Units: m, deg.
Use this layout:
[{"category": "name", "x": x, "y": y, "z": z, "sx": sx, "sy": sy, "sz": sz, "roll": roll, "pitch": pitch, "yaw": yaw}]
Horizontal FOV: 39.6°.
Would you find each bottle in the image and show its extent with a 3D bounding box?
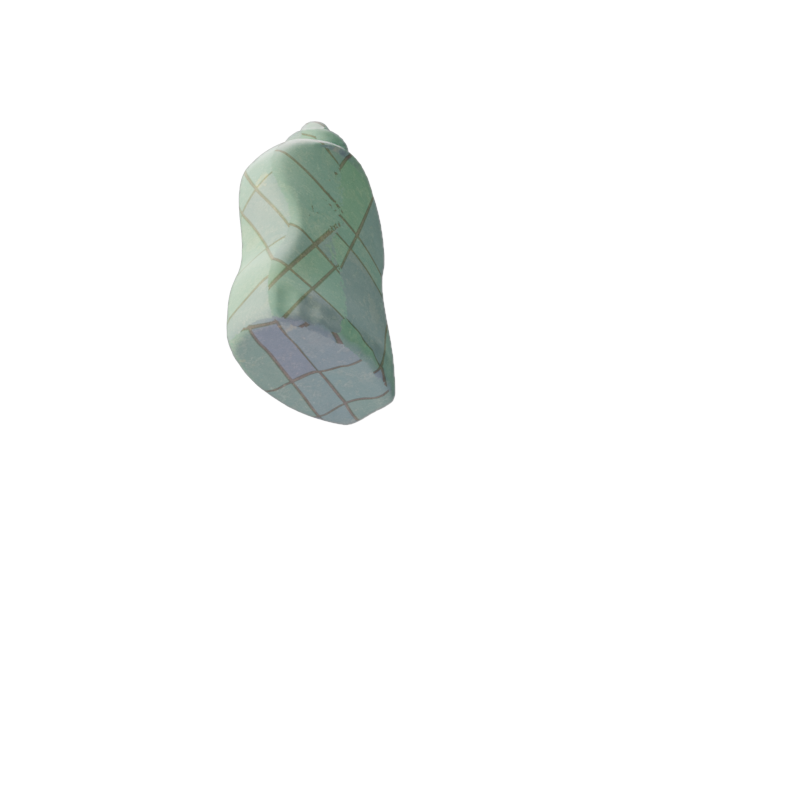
[{"category": "bottle", "x": -0.047, "y": -0.087, "z": 0.608, "sx": 0.058, "sy": 0.206, "sz": 0.090, "roll": -34, "pitch": -50, "yaw": 29}]
